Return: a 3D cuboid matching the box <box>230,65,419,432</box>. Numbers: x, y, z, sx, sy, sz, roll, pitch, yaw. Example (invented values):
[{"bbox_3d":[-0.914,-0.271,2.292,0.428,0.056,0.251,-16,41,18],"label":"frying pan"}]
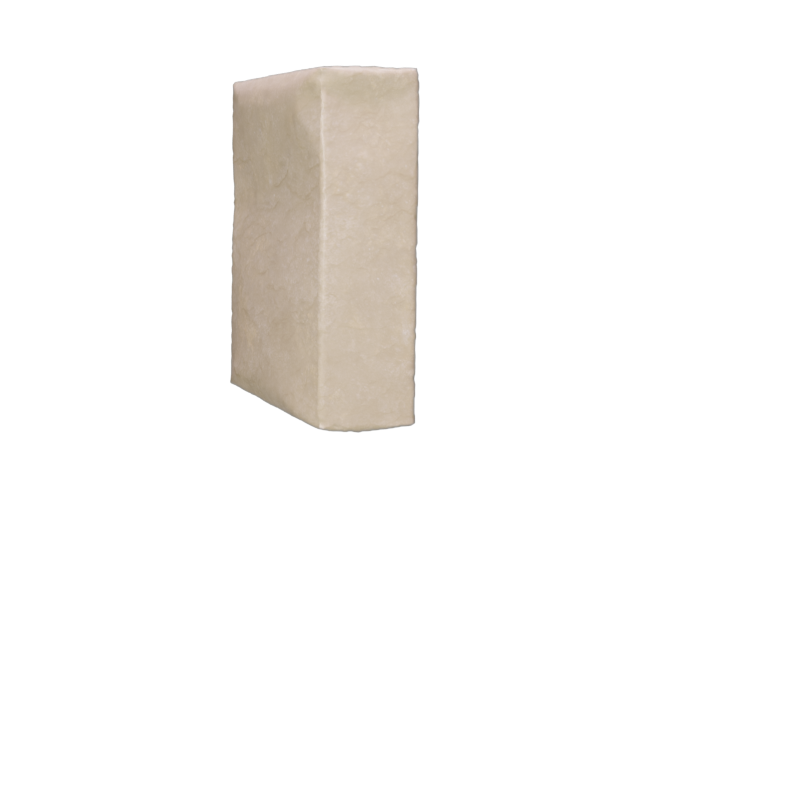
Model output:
[{"bbox_3d":[-0.056,-0.101,0.711,0.070,0.211,0.171,-2,8,-26],"label":"box"}]
